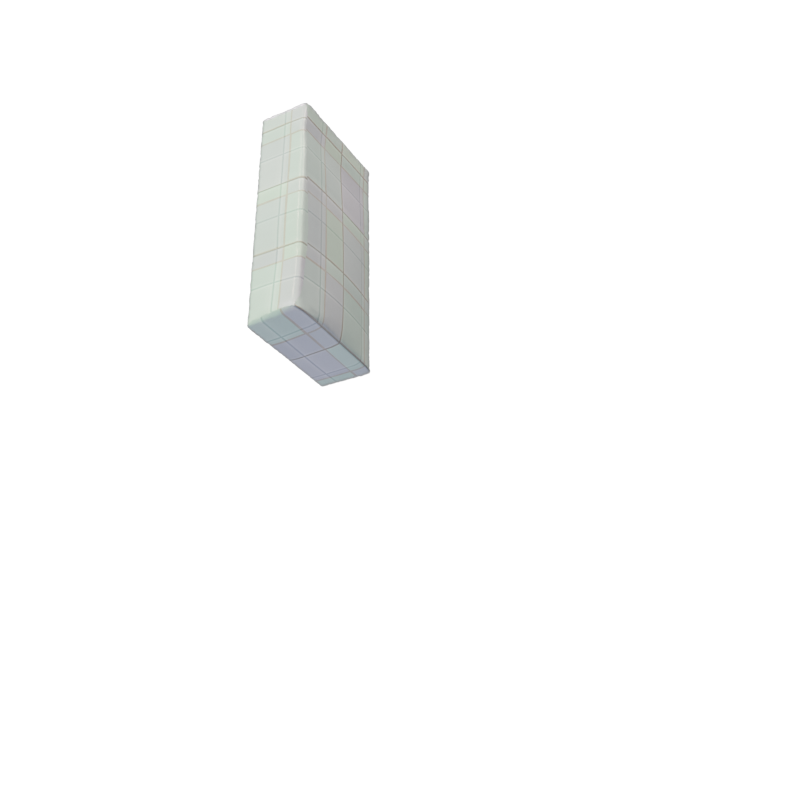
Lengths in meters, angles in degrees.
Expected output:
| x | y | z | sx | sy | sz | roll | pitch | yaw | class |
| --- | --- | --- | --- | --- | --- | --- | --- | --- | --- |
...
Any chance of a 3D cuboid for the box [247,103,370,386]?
| x | y | z | sx | sy | sz | roll | pitch | yaw | class |
| --- | --- | --- | --- | --- | --- | --- | --- | --- | --- |
| -0.060 | -0.110 | 0.769 | 0.048 | 0.189 | 0.086 | -21 | -39 | 23 | box |
